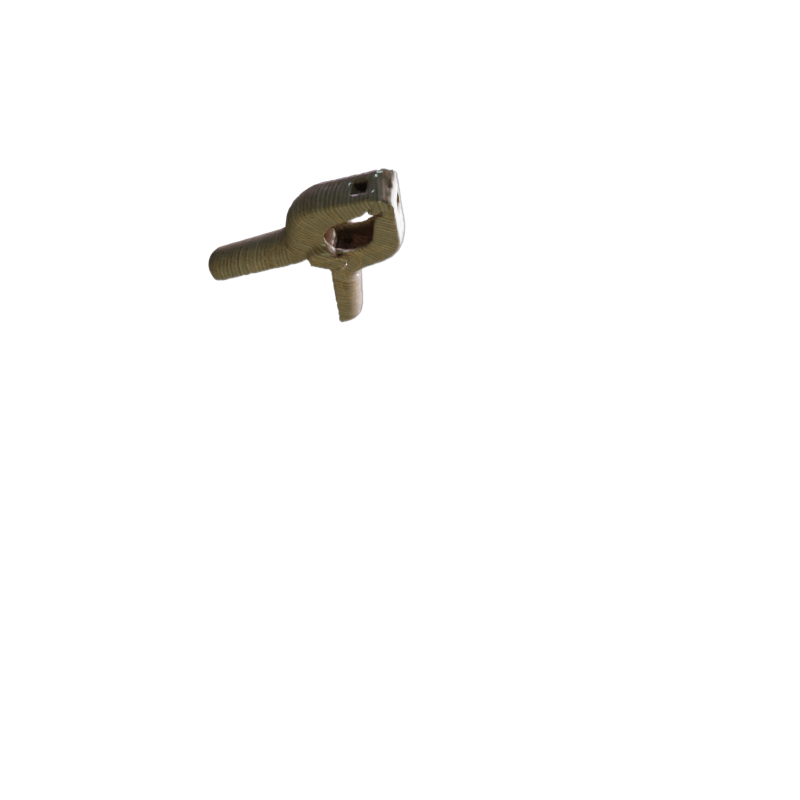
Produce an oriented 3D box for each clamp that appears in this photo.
[{"bbox_3d":[-0.059,-0.108,0.757,0.117,0.042,0.166,9,-28,-18],"label":"clamp"}]
